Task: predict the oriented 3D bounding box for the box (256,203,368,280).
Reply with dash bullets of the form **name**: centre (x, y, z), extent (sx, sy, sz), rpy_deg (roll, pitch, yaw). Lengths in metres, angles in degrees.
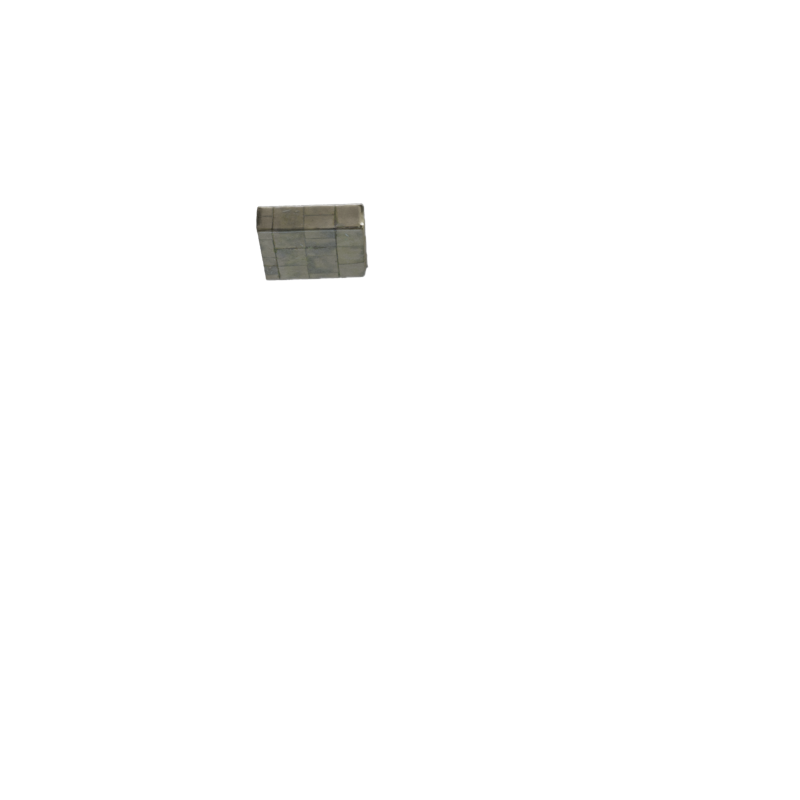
- **box**: centre (-0.073, -0.133, 0.929), extent (0.089, 0.032, 0.068), rpy_deg (-2, -30, 2)
